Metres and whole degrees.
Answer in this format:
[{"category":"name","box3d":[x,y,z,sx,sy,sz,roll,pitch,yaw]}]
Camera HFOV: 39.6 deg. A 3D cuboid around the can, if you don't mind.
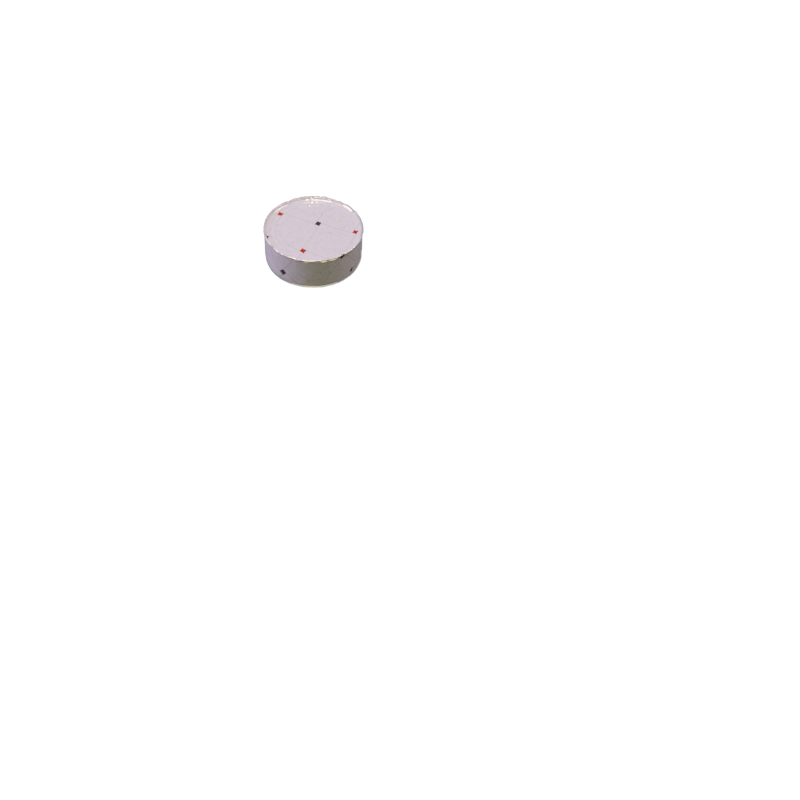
[{"category":"can","box3d":[-0.075,-0.137,0.957,0.086,0.092,0.031,-1,-45,-1]}]
